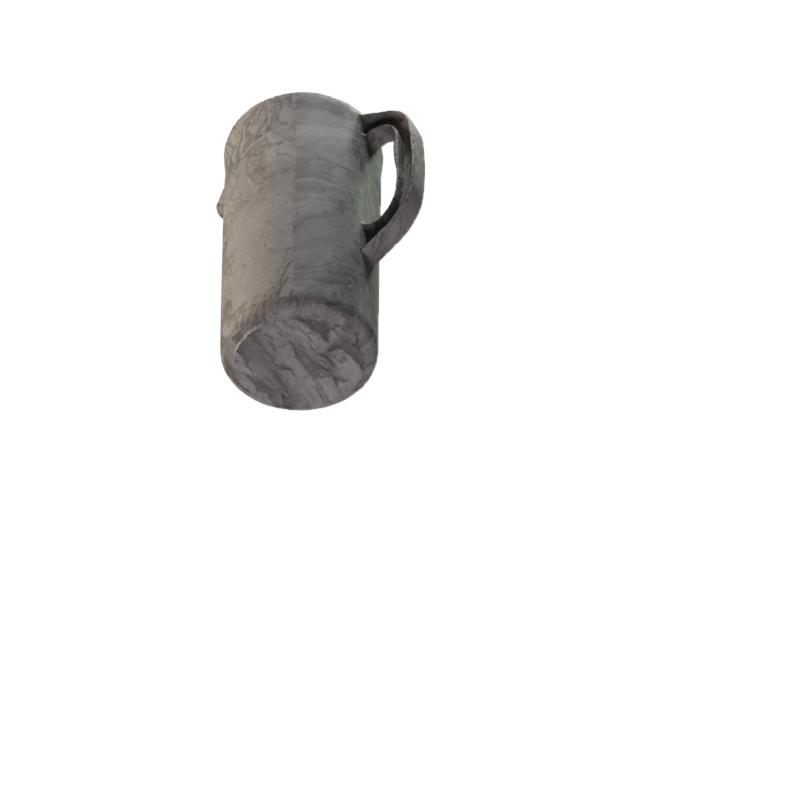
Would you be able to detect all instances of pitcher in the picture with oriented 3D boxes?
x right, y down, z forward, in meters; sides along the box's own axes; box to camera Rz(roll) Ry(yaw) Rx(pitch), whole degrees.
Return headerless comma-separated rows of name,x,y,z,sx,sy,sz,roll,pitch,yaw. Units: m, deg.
pitcher,-0.065,-0.119,0.832,0.142,0.141,0.261,10,43,-13
